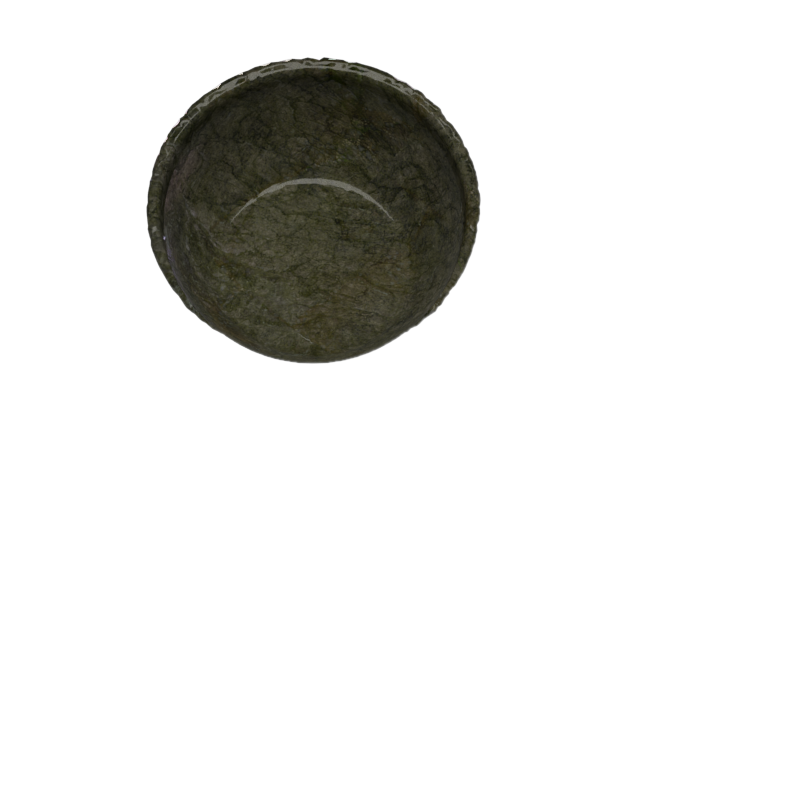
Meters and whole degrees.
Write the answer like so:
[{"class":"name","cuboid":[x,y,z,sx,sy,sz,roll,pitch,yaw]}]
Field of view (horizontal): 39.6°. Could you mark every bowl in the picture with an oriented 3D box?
[{"class":"bowl","cuboid":[-0.040,-0.074,0.515,0.162,0.153,0.058,1,30,-1]}]
